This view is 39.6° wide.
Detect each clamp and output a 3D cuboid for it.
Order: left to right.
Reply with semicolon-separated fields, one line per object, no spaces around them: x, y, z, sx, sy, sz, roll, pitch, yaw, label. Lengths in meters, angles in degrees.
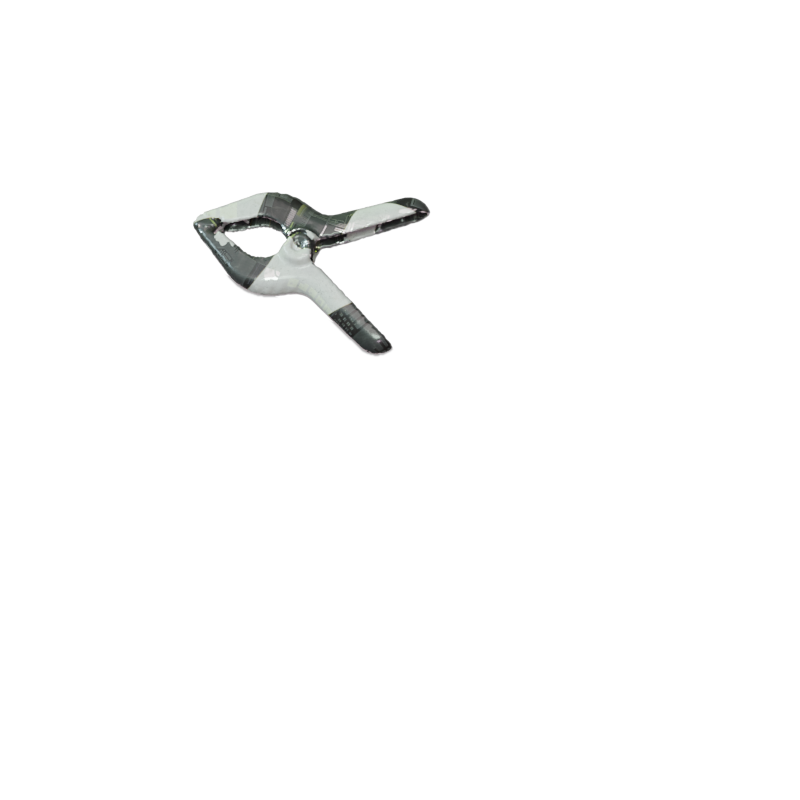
-0.064;-0.117;0.819;0.175;0.124;0.037;23;-21;9;clamp
